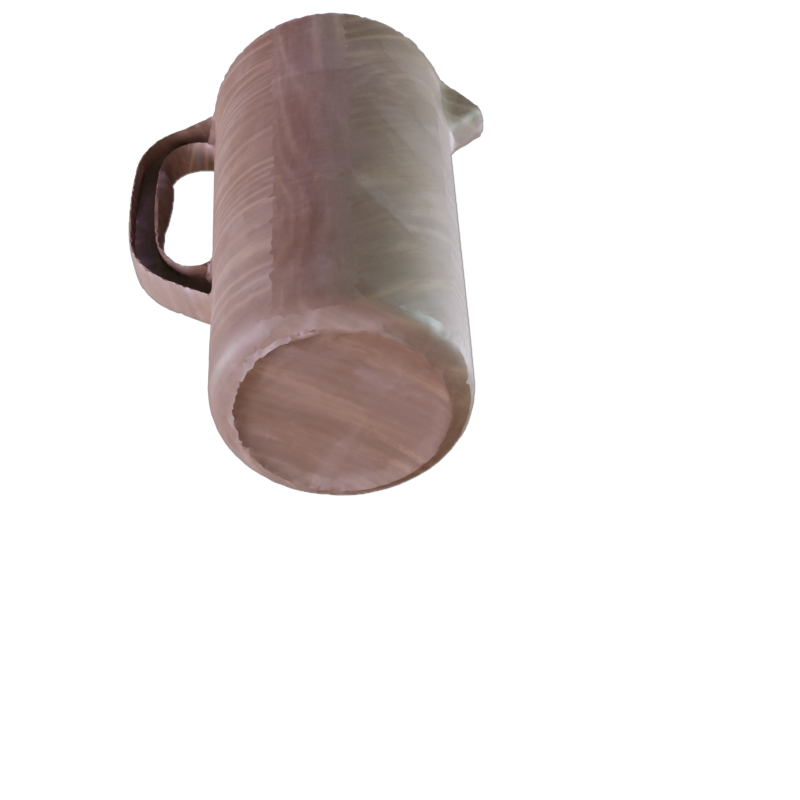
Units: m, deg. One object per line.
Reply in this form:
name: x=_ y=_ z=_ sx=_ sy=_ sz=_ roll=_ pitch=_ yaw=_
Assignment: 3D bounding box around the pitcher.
pitcher: x=-0.042 y=-0.077 z=0.536 sx=0.137 sy=0.260 sz=0.147 roll=32 pitch=-59 yaw=-26
